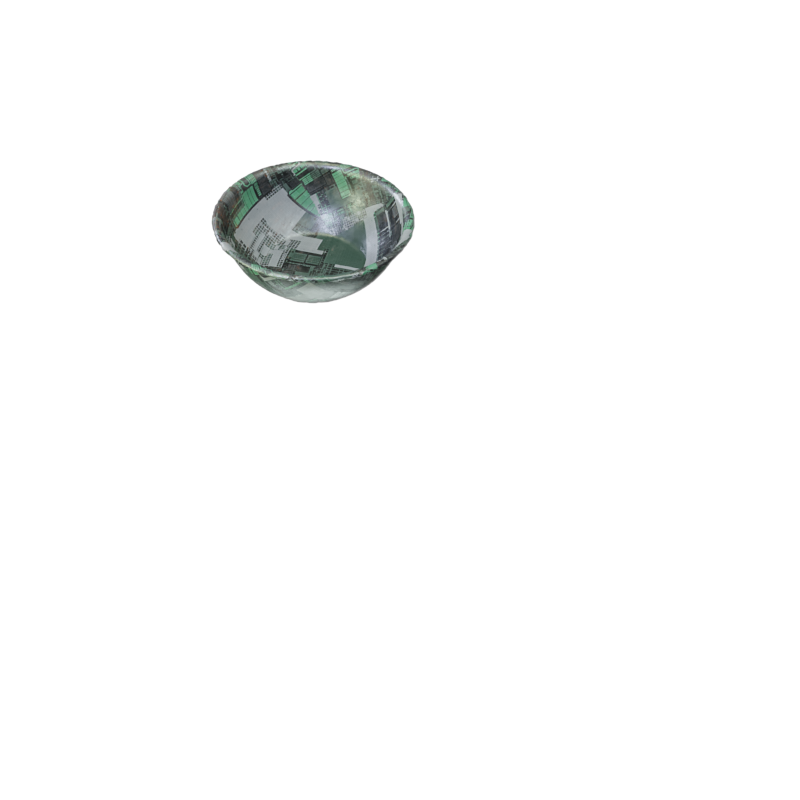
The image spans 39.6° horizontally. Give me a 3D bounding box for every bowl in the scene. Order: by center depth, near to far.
[{"bbox_3d":[-0.070,-0.128,0.899,0.162,0.051,0.174,-1,43,-1],"label":"bowl"}]
